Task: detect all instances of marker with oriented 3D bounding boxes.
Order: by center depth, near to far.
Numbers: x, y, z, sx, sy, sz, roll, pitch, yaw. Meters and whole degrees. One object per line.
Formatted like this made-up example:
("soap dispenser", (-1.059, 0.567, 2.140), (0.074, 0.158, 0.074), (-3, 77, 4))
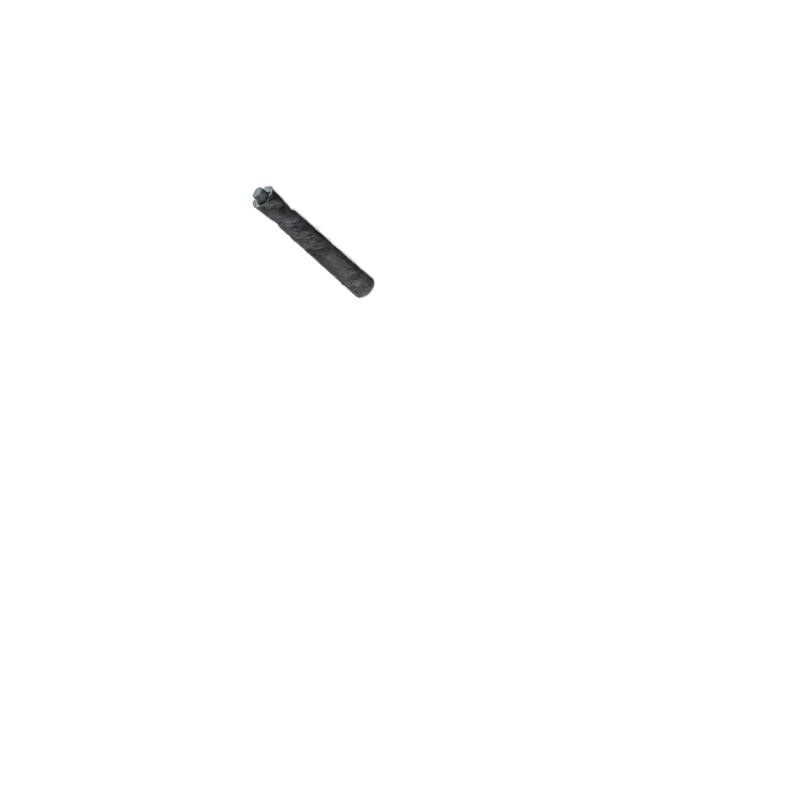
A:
("marker", (-0.062, -0.113, 0.790), (0.113, 0.020, 0.021), (39, -22, -34))
